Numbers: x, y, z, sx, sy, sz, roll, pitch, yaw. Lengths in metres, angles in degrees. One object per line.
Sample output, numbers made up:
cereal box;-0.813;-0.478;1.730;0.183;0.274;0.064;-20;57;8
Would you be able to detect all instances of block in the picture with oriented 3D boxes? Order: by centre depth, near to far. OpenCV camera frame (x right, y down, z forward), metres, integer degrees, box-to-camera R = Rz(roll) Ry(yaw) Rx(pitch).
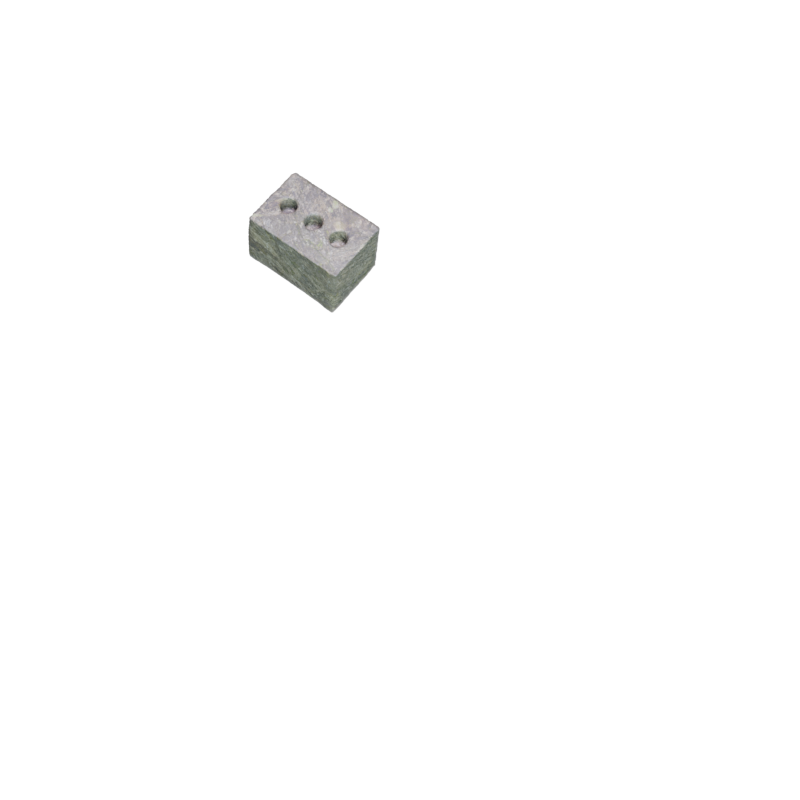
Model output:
block;-0.061;-0.111;0.775;0.081;0.054;0.048;34;-25;17
